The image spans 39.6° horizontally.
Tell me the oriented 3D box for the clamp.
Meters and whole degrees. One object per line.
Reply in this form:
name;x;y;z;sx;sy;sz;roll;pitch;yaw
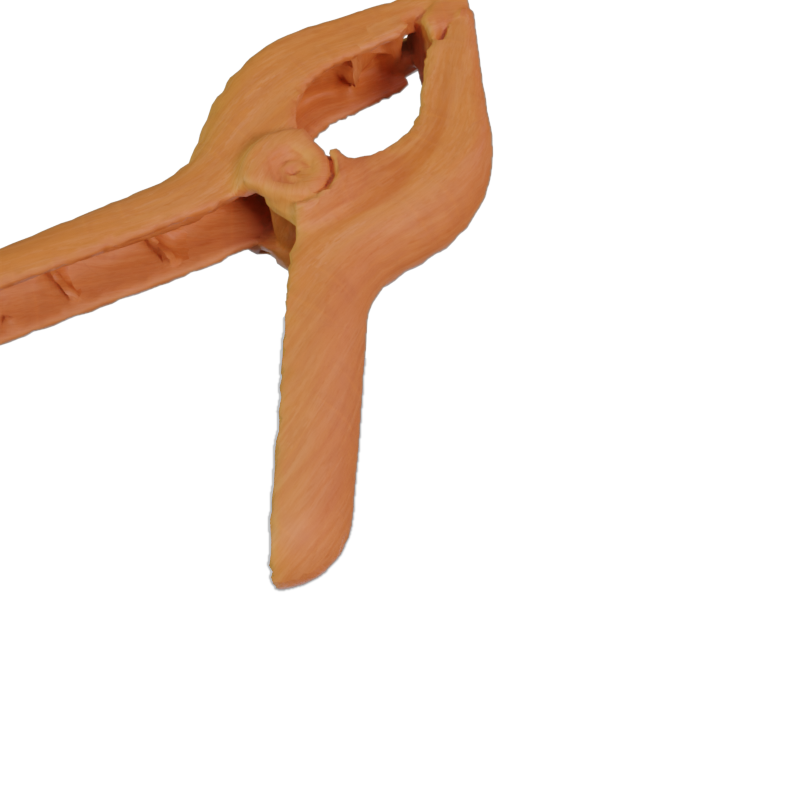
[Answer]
clamp;-0.022;-0.041;0.285;0.125;0.174;0.037;39;-20;17
